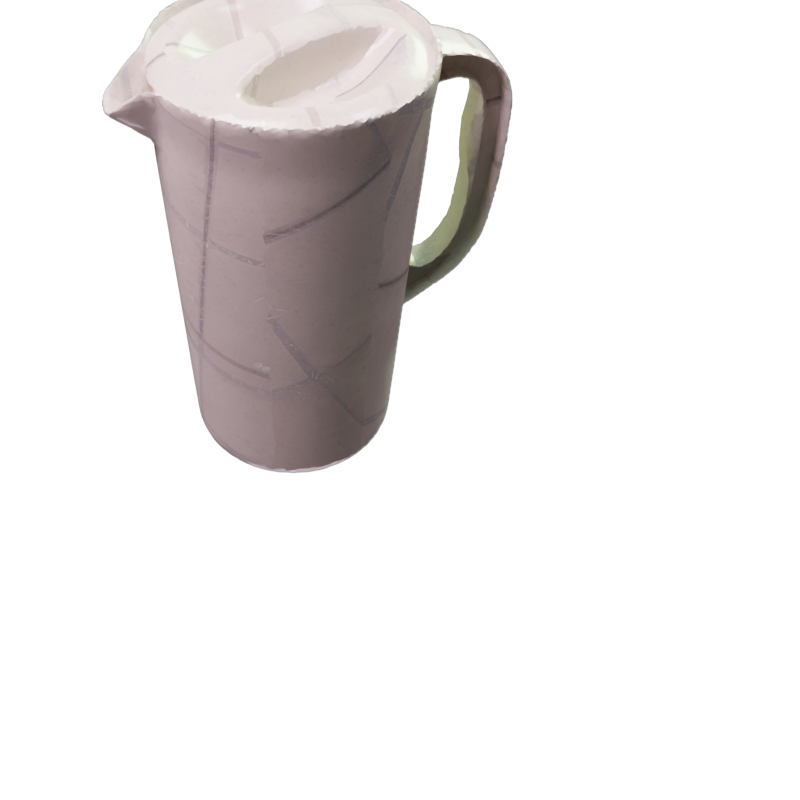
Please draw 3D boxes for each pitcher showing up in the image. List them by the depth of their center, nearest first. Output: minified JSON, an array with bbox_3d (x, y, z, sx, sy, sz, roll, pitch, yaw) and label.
[{"bbox_3d":[-0.044,-0.080,0.558,0.155,0.226,0.149,22,47,18],"label":"pitcher"}]
